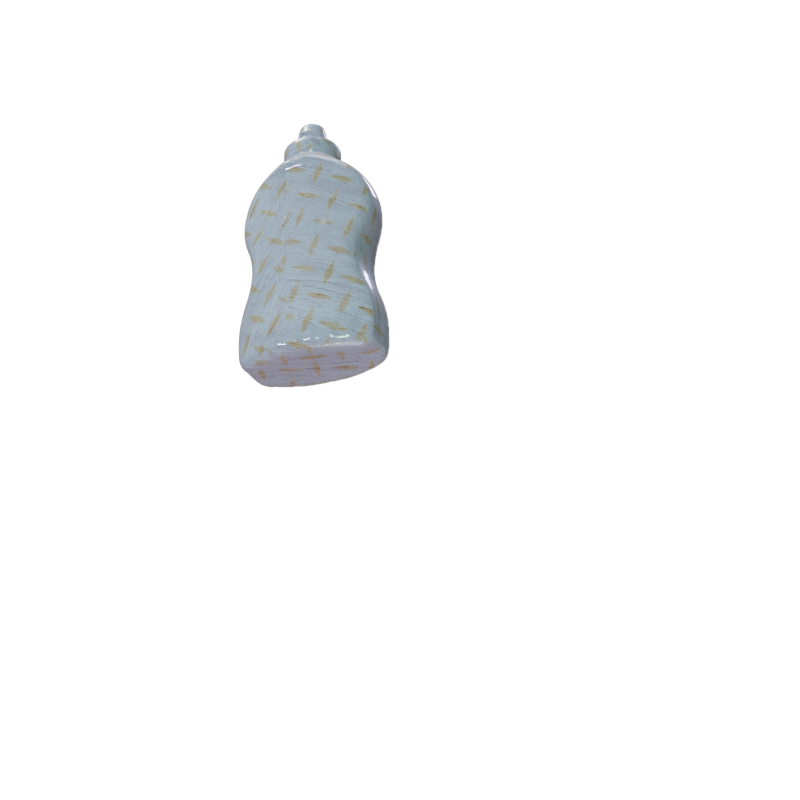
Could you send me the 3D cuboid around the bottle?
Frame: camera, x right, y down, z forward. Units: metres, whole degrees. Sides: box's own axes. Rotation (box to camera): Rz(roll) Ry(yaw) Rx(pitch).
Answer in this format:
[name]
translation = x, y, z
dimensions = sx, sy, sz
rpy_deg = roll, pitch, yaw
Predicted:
[bottle]
translation = -0.059, -0.108, 0.756
dimensions = 0.097, 0.204, 0.054
rpy_deg = -14, -32, 20
